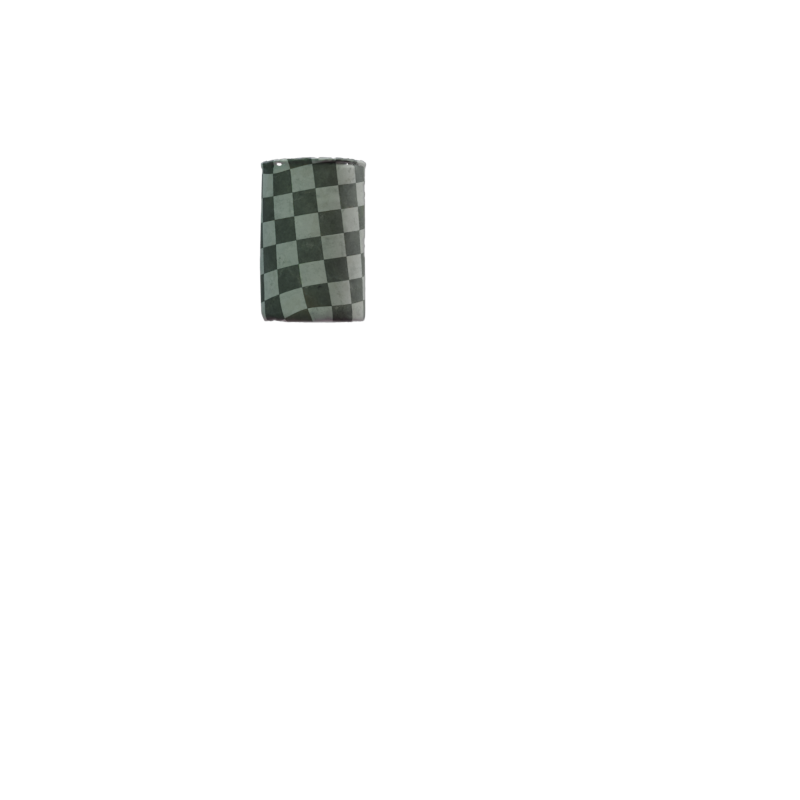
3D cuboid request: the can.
[{"bbox_3d":[-0.056,-0.102,0.712,0.068,0.103,0.068,0,0,-2],"label":"can"}]
